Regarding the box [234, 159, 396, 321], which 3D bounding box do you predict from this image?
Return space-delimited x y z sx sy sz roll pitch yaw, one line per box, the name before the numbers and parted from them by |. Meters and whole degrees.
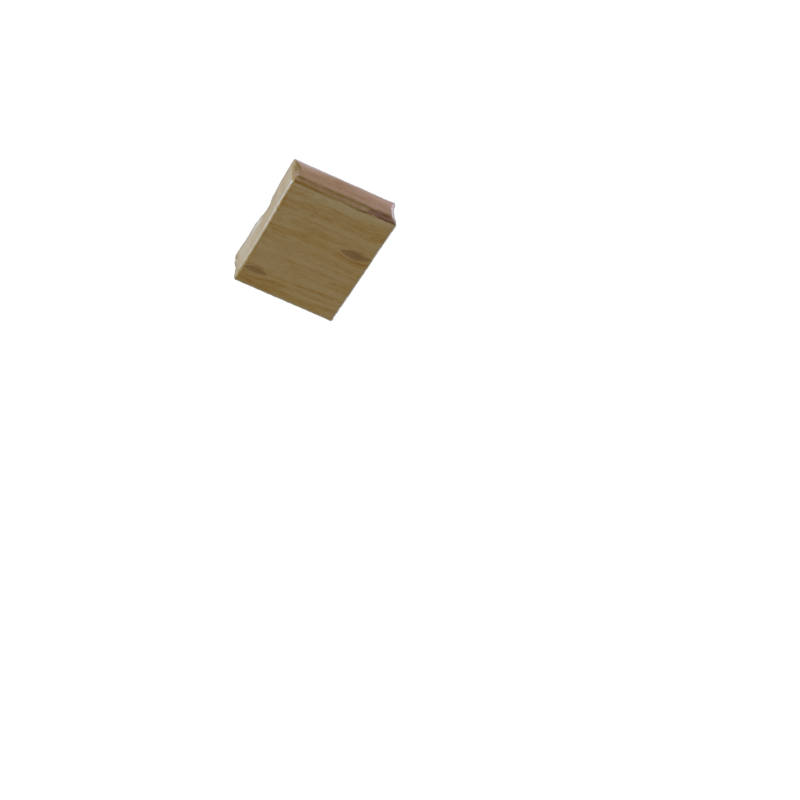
box | -0.056 -0.101 0.711 0.071 0.086 0.032 23 35 -18
